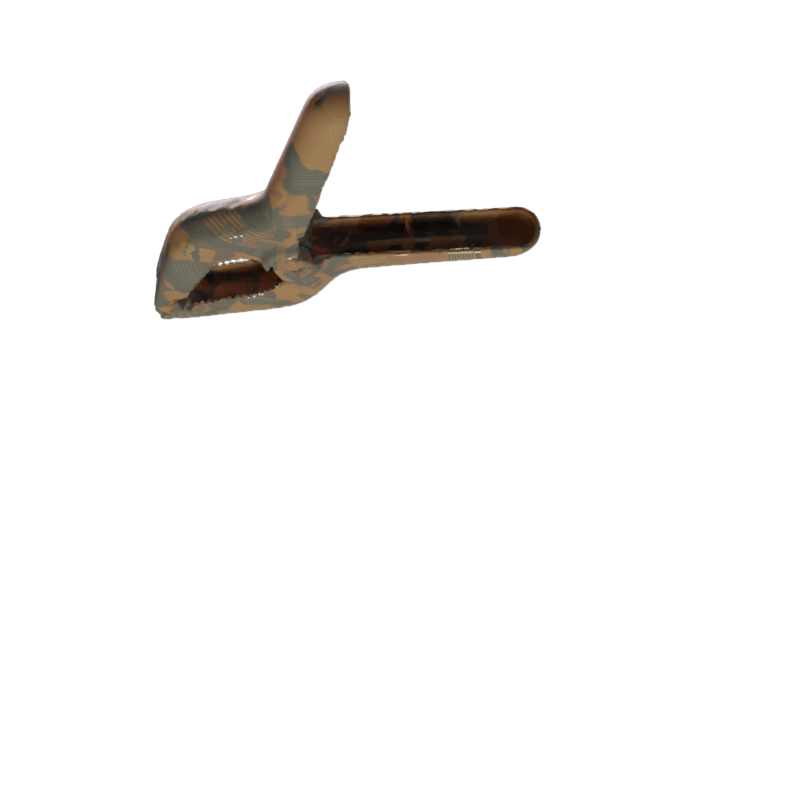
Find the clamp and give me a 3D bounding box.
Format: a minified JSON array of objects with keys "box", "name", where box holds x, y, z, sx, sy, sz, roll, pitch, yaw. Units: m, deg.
[{"box":[-0.045,-0.082,0.575,0.155,0.038,0.211,21,-31,-40],"name":"clamp"}]
